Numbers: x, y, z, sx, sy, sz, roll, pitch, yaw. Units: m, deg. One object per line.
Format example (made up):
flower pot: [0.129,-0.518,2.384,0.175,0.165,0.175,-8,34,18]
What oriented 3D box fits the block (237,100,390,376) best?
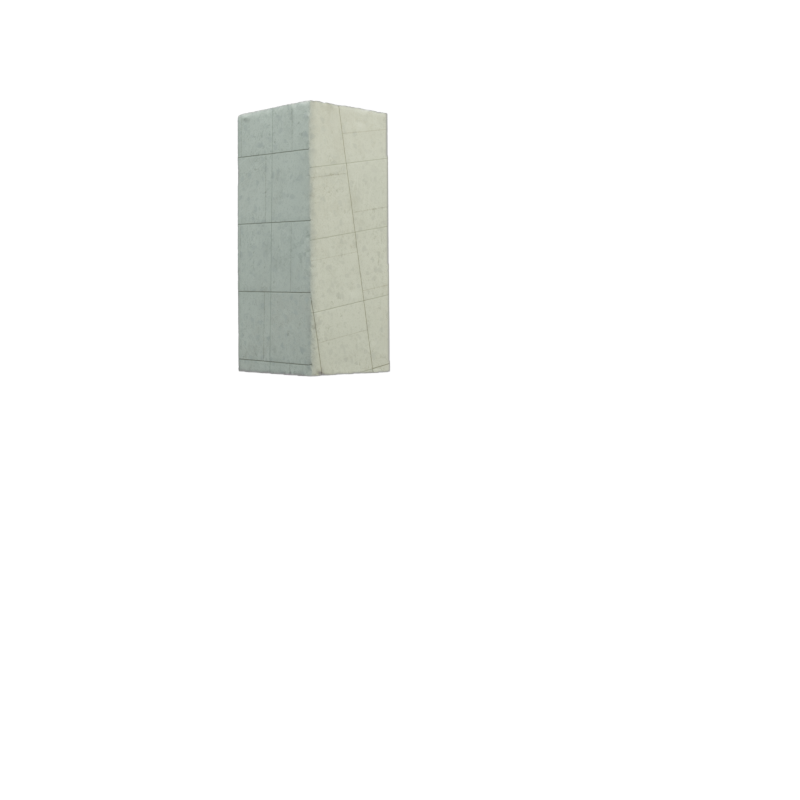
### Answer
block: [-0.070,-0.126,0.884,0.086,0.208,0.094,2,-3,-45]
